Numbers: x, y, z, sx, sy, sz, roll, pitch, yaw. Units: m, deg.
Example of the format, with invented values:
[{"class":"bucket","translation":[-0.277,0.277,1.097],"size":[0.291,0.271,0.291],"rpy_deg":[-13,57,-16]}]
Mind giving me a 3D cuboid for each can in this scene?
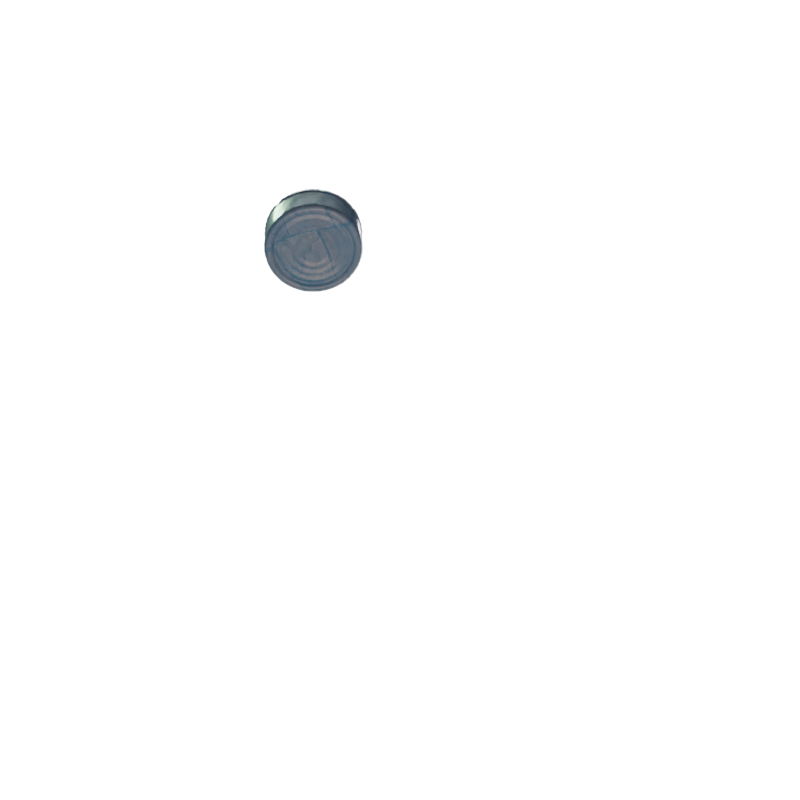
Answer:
[{"class":"can","translation":[-0.075,-0.137,0.963],"size":[0.086,0.081,0.036],"rpy_deg":[1,30,-1]}]
